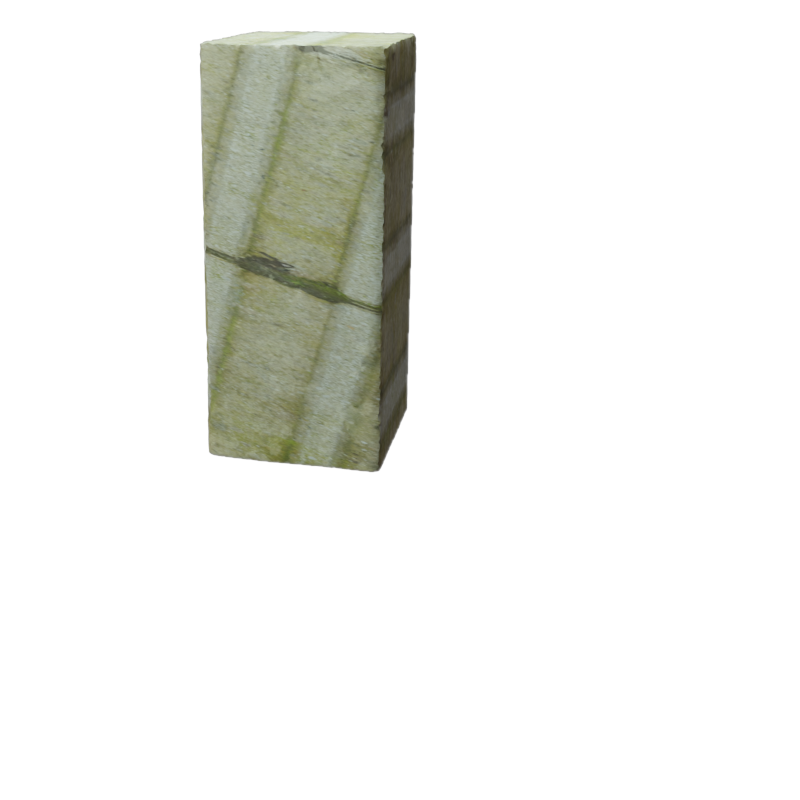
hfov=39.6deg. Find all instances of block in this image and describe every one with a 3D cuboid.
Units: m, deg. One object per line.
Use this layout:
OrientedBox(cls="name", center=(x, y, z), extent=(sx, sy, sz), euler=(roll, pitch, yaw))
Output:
OrientedBox(cls="block", center=(-0.044, -0.080, 0.564), extent=(0.092, 0.199, 0.092), euler=(4, 16, 11))
